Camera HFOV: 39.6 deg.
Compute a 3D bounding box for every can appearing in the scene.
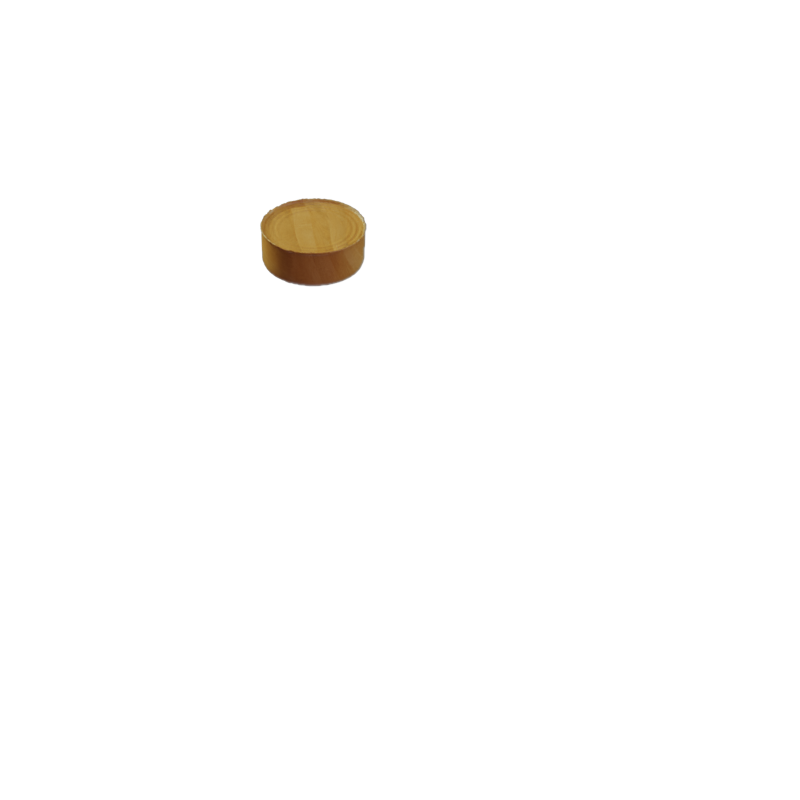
[{"bbox_3d":[-0.071,-0.129,0.903,0.086,0.031,0.092,-1,37,-2],"label":"can"}]
